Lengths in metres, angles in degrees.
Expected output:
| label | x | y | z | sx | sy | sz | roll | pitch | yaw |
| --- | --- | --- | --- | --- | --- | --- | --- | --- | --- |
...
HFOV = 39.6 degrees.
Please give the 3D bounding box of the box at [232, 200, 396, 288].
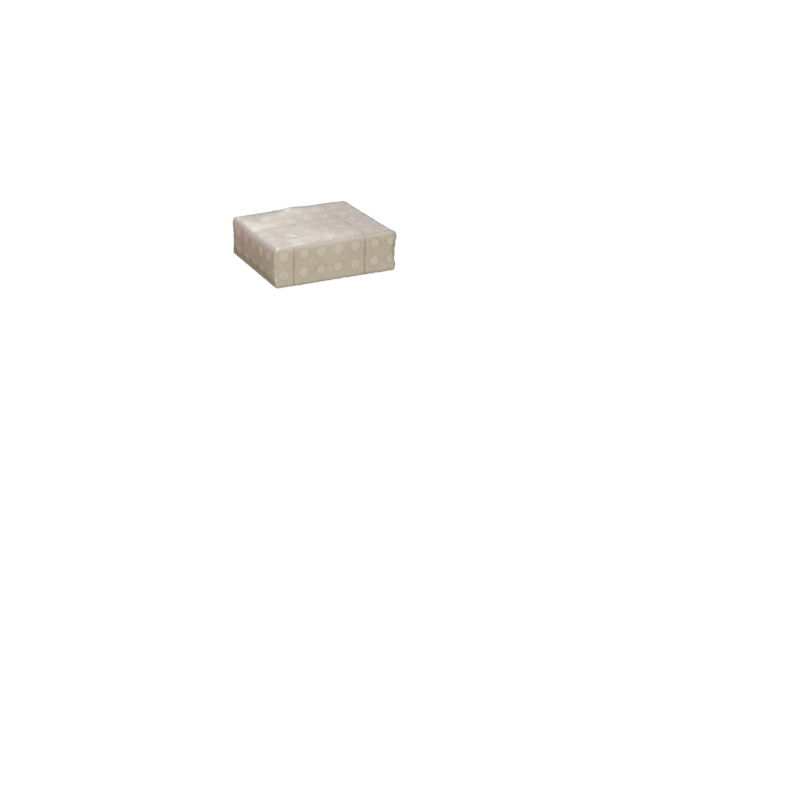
| label | x | y | z | sx | sy | sz | roll | pitch | yaw |
| --- | --- | --- | --- | --- | --- | --- | --- | --- | --- |
| box | -0.058 | -0.106 | 0.741 | 0.088 | 0.029 | 0.078 | -13 | 29 | -24 |
